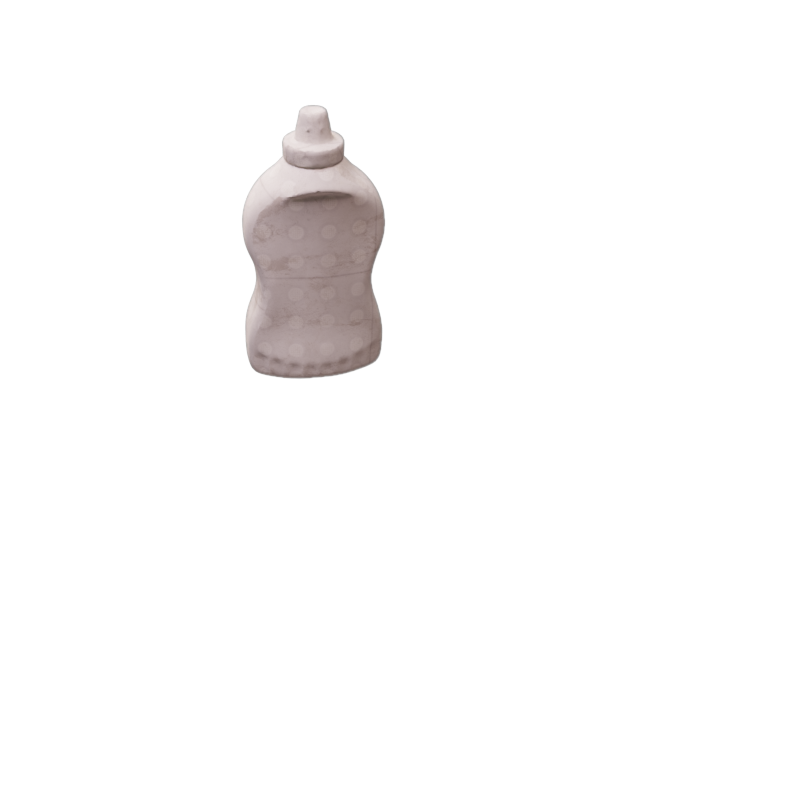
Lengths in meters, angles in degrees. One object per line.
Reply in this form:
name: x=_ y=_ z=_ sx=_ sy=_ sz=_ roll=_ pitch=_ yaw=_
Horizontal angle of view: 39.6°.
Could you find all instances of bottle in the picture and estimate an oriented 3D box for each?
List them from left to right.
bottle: x=-0.059 y=-0.108 z=0.756 sx=0.095 sy=0.180 sz=0.062 roll=-3 pitch=31 yaw=-8
